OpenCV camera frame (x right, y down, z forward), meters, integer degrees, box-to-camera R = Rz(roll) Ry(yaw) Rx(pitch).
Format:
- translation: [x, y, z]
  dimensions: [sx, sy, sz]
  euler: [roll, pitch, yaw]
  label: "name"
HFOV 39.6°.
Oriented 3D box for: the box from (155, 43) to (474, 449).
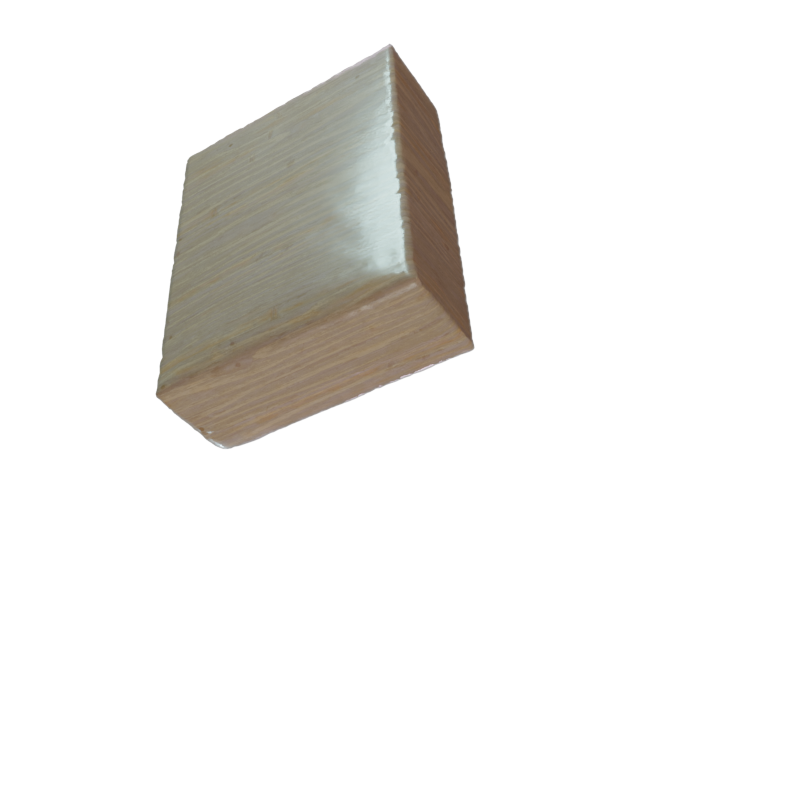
- translation: [-0.052, -0.094, 0.659]
  dimensions: [0.165, 0.230, 0.067]
  euler: [-24, -48, 20]
  label: "box"
